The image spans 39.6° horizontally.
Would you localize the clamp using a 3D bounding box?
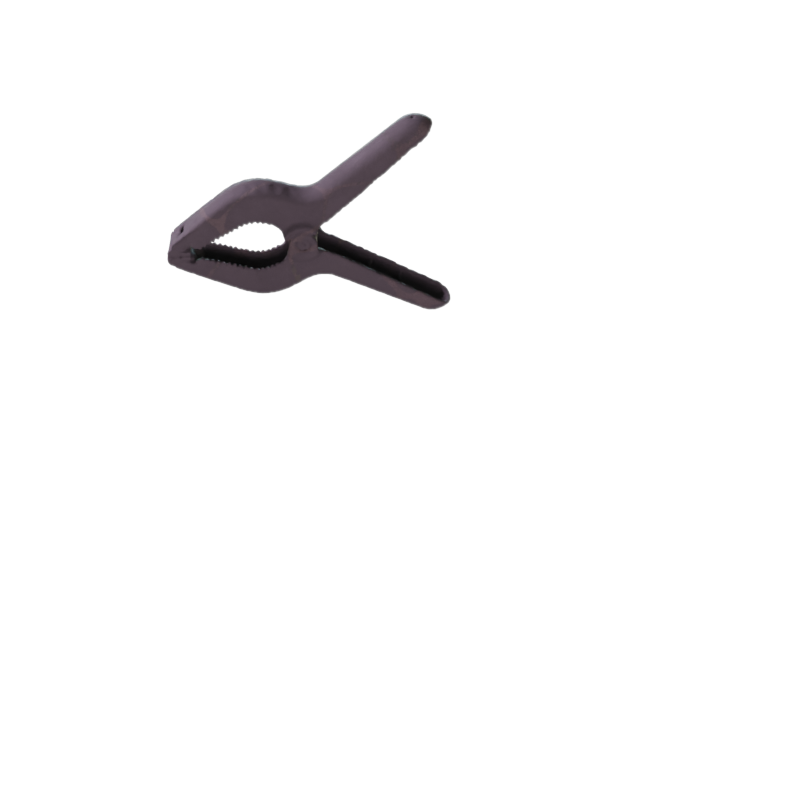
[{"bbox_3d":[-0.064,-0.117,0.816,0.211,0.153,0.039,-12,36,8],"label":"clamp"}]
